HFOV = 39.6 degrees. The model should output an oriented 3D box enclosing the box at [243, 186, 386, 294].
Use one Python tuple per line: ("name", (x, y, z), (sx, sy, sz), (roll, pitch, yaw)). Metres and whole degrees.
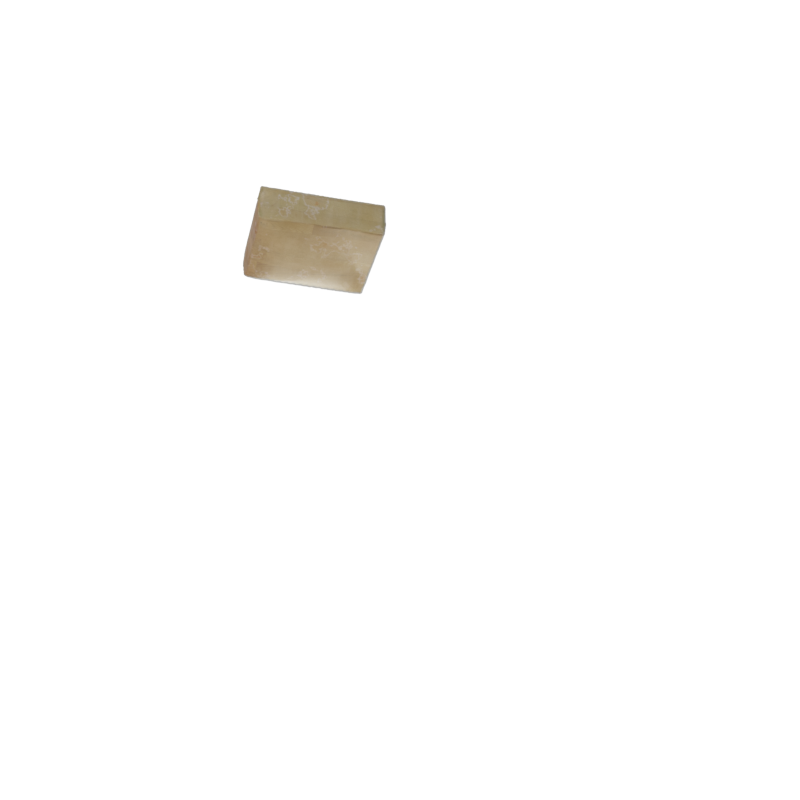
("box", (-0.076, -0.139, 0.977), (0.112, 0.042, 0.085), (7, -36, -11))
